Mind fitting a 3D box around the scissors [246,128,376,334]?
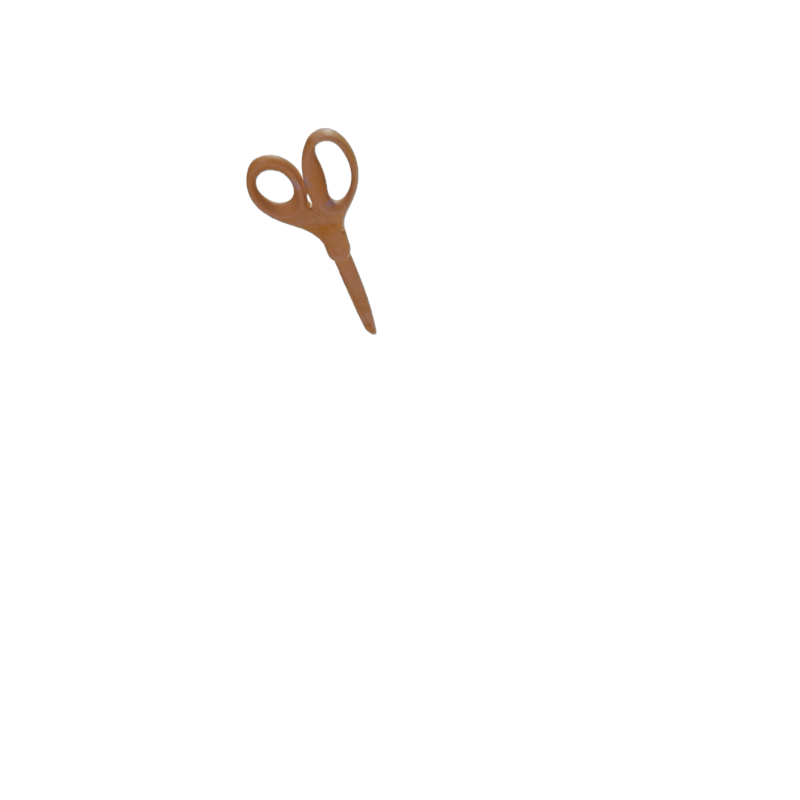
[{"bbox_3d":[-0.070,-0.127,0.891,0.096,0.188,0.017,-1,38,1],"label":"scissors"}]
